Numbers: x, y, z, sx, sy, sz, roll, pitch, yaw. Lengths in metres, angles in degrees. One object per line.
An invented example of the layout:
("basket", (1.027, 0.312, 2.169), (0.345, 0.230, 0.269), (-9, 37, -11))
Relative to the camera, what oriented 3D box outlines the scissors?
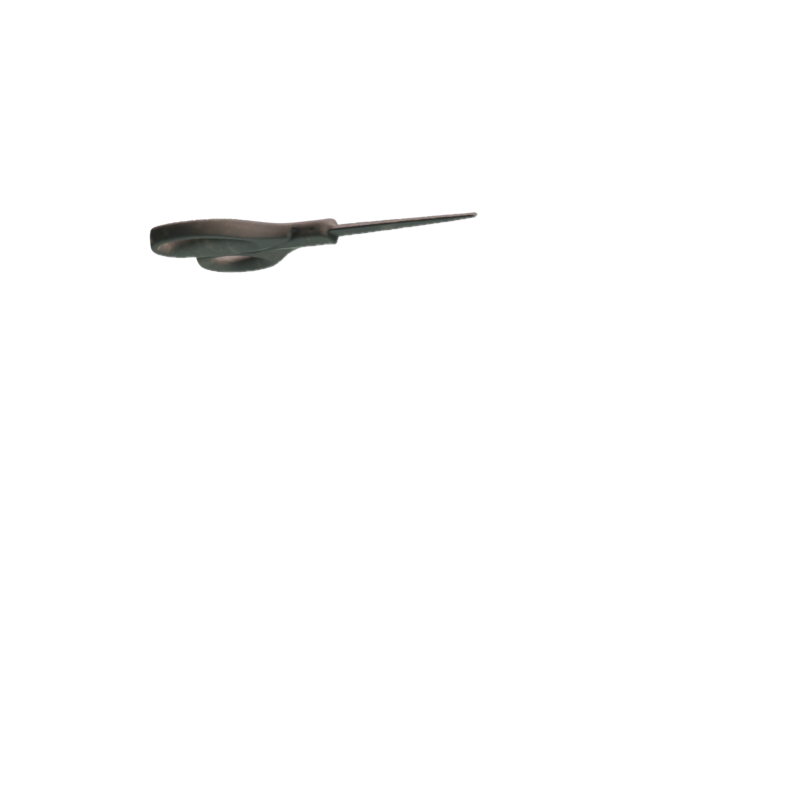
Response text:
("scissors", (-0.054, -0.099, 0.696), (0.203, 0.016, 0.093), (-1, -8, 6))
